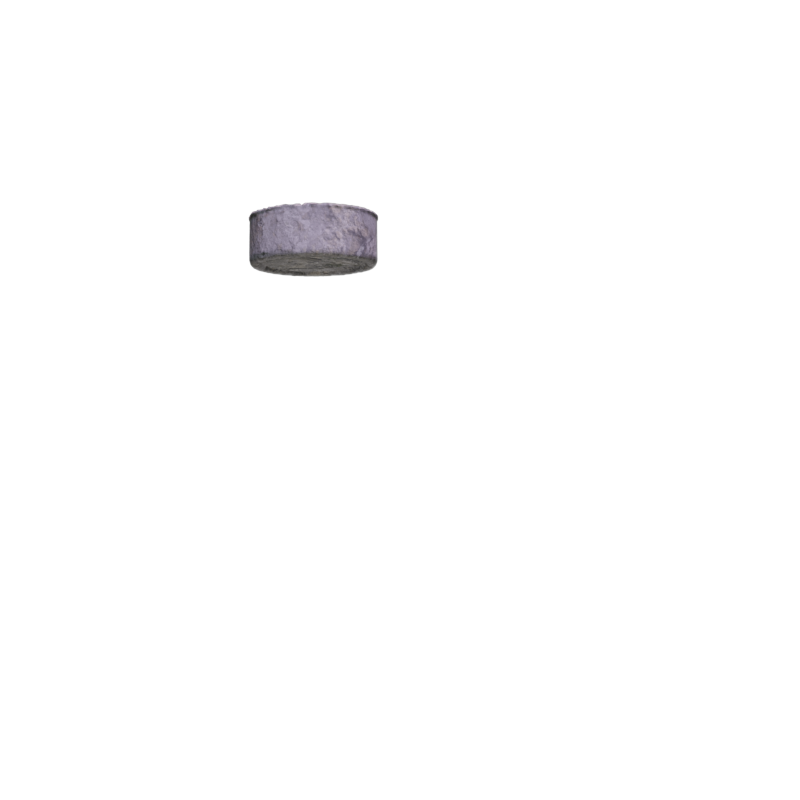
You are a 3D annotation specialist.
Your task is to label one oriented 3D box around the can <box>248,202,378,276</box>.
[{"bbox_3d":[-0.057,-0.104,0.730,0.086,0.034,0.084,0,-4,-2],"label":"can"}]
